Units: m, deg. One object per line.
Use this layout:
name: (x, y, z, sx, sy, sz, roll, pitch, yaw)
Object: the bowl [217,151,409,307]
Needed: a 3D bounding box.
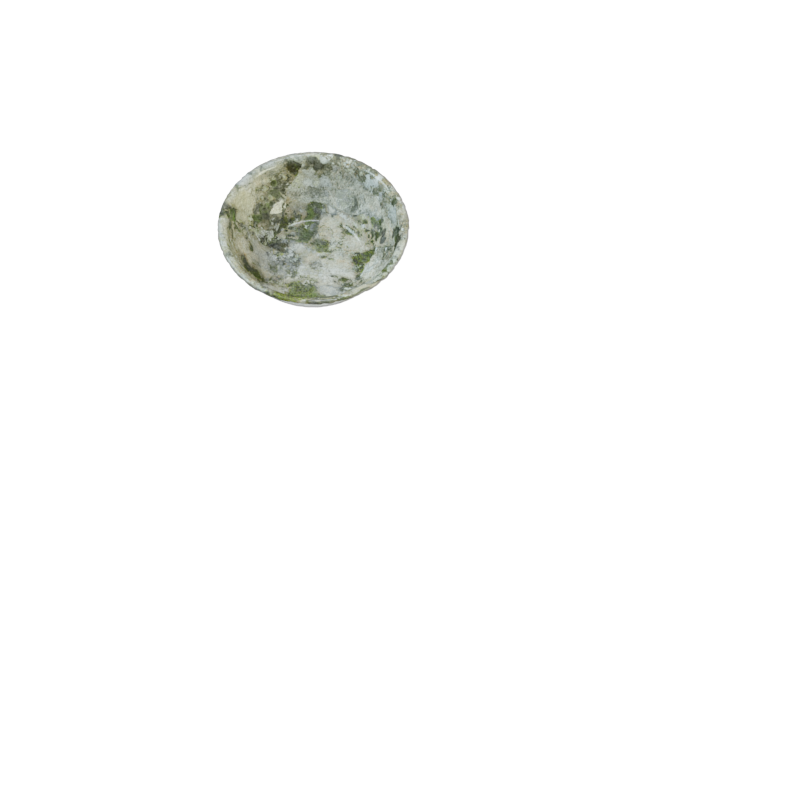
bowl: (-0.075, -0.136, 0.954, 0.162, 0.173, 0.051, -1, -34, -1)
